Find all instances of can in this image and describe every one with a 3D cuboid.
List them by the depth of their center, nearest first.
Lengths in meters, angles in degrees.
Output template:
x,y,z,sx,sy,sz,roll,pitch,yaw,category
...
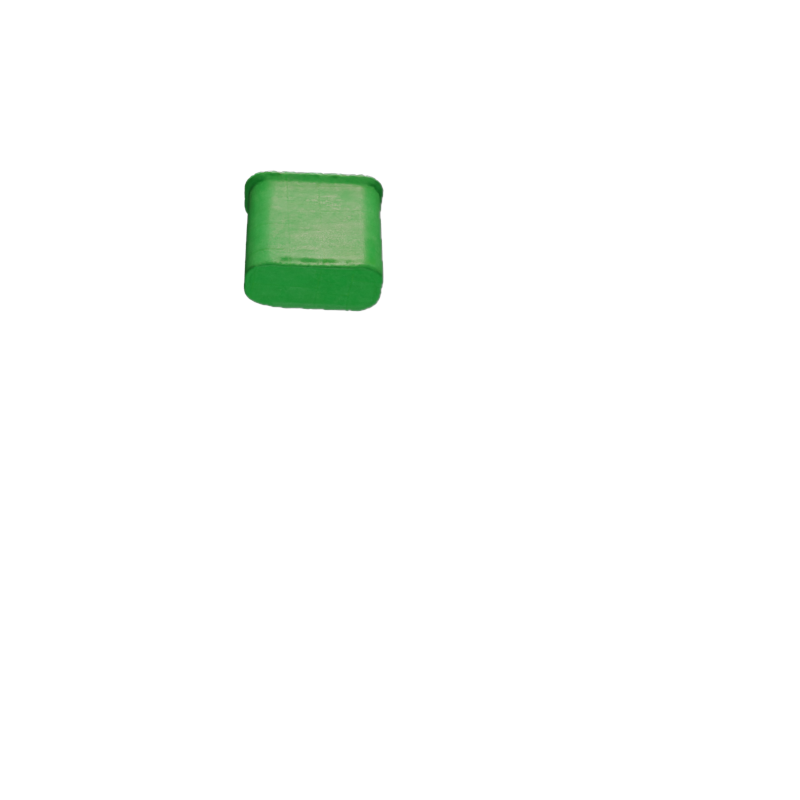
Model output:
x,y,z,sx,sy,sz,roll,pitch,yaw,category
-0.062,-0.113,0.792,0.101,0.090,0.054,1,-35,-4,can
